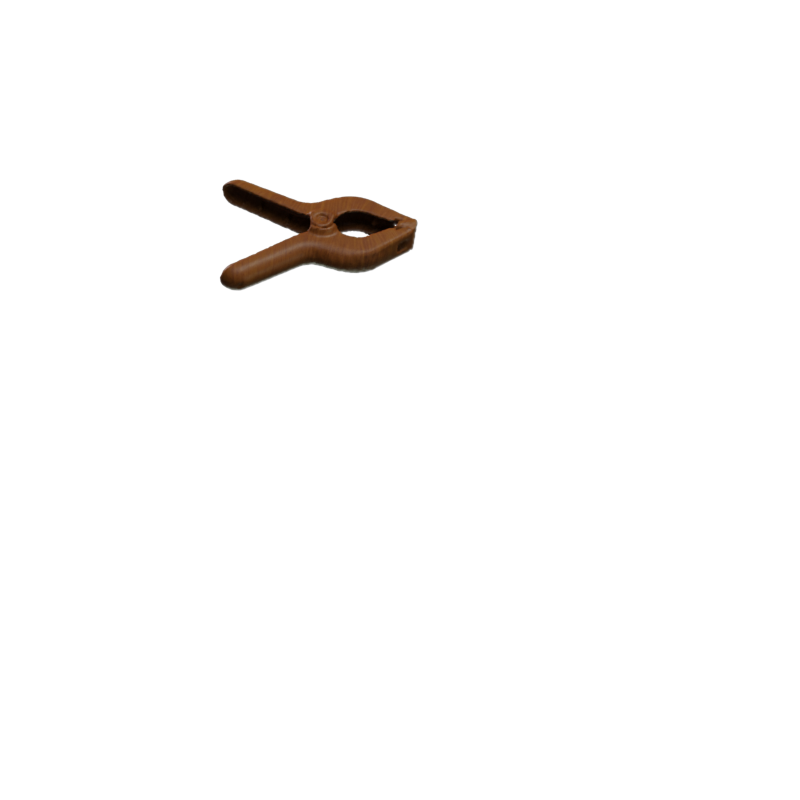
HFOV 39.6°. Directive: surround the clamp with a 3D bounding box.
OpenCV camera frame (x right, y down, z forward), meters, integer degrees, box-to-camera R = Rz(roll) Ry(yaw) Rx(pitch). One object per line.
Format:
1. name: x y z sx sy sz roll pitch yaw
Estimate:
1. clamp: -0.073 -0.133 0.930 0.172 0.128 0.037 5 -36 3
